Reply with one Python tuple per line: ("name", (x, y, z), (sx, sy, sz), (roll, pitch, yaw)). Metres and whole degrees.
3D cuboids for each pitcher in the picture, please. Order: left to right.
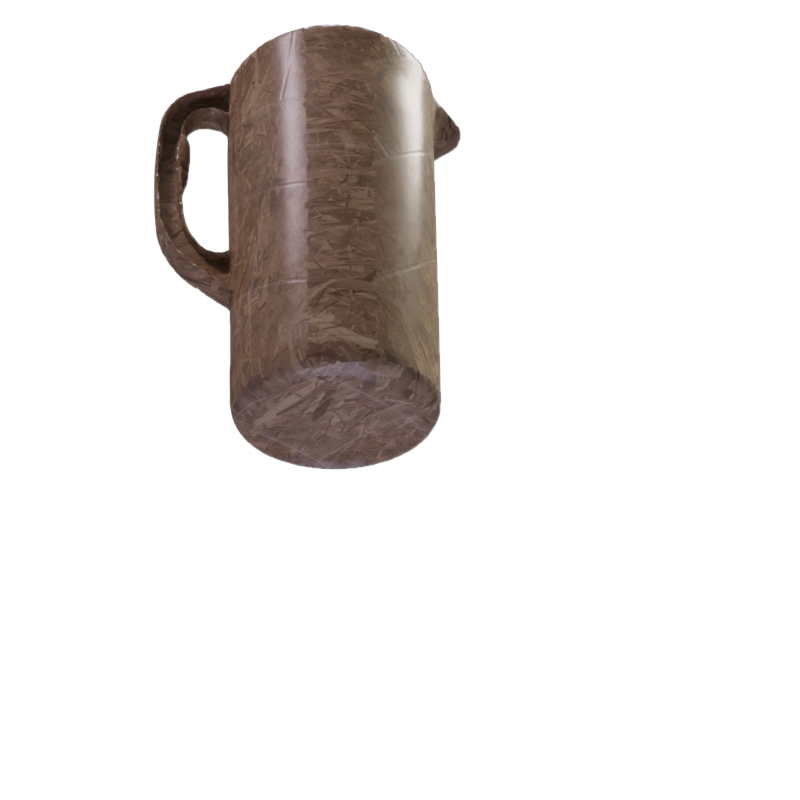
("pitcher", (-0.050, -0.091, 0.635), (0.150, 0.260, 0.134), (-23, -41, 25))
